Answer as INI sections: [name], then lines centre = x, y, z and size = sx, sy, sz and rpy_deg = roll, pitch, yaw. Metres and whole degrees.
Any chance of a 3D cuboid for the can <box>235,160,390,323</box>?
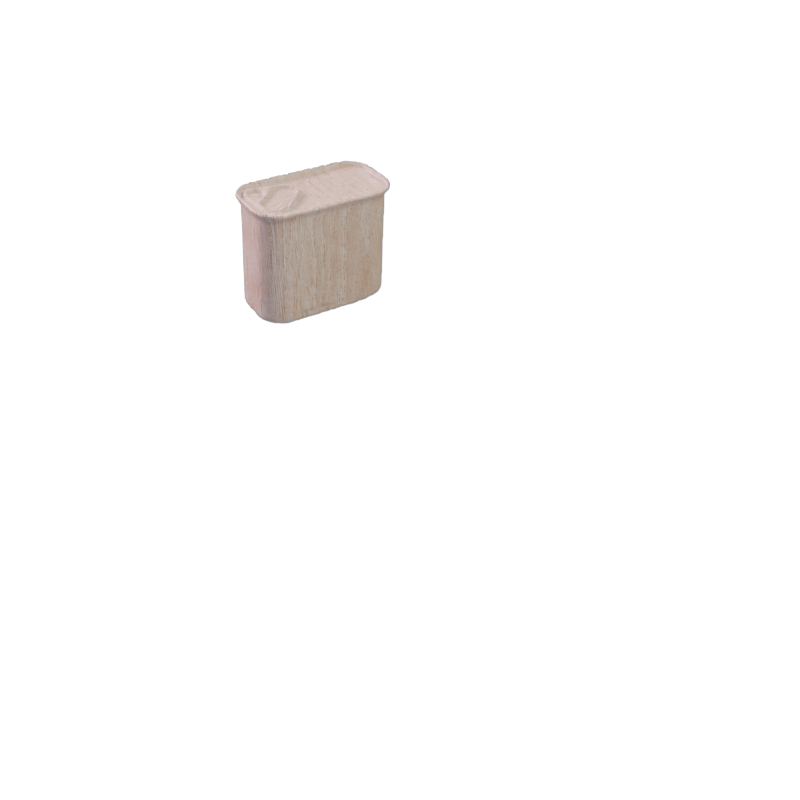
[can]
centre = -0.060, -0.108, 0.759
size = 0.100, 0.079, 0.062
rpy_deg = -18, 36, -27
